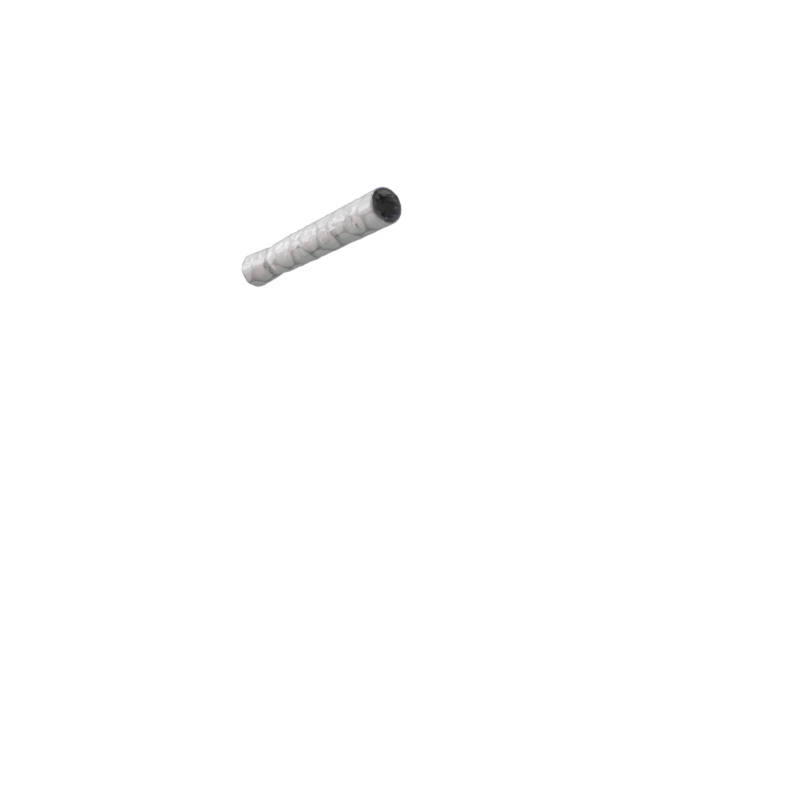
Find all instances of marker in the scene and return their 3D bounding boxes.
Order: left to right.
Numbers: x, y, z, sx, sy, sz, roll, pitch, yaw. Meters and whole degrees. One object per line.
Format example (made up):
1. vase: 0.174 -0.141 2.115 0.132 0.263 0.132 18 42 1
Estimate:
1. marker: -0.045 -0.081 0.568 0.019 0.020 0.122 -3 -9 -40
